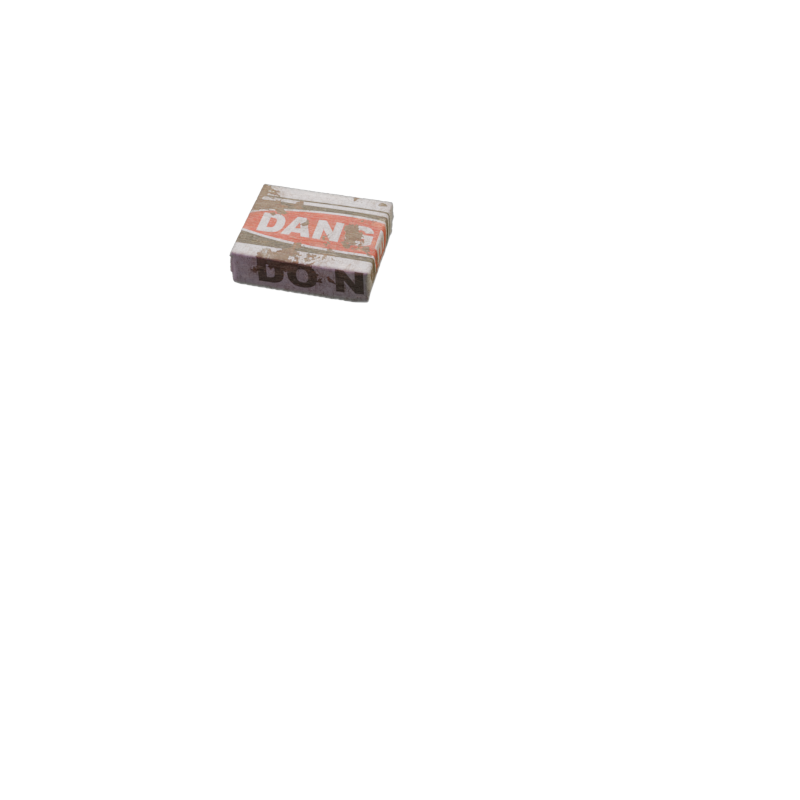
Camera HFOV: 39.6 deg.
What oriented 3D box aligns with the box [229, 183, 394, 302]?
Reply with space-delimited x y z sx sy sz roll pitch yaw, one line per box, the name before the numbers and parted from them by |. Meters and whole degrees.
box | -0.069 -0.126 0.884 0.115 0.095 0.036 10 -43 9
